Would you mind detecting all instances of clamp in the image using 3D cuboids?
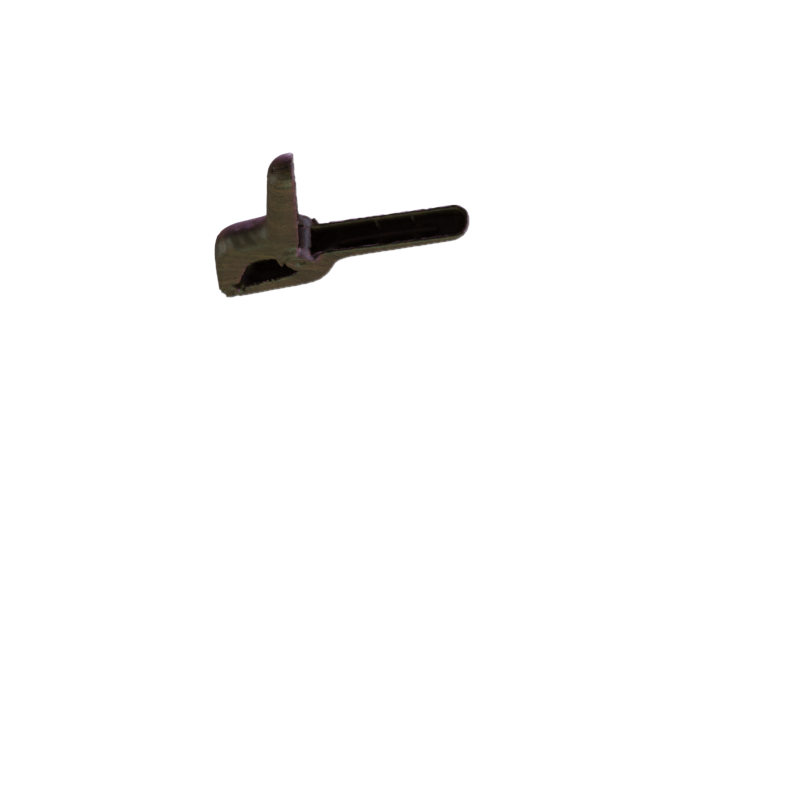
[{"bbox_3d":[-0.064,-0.117,0.817,0.157,0.038,0.210,10,-19,-31],"label":"clamp"}]
